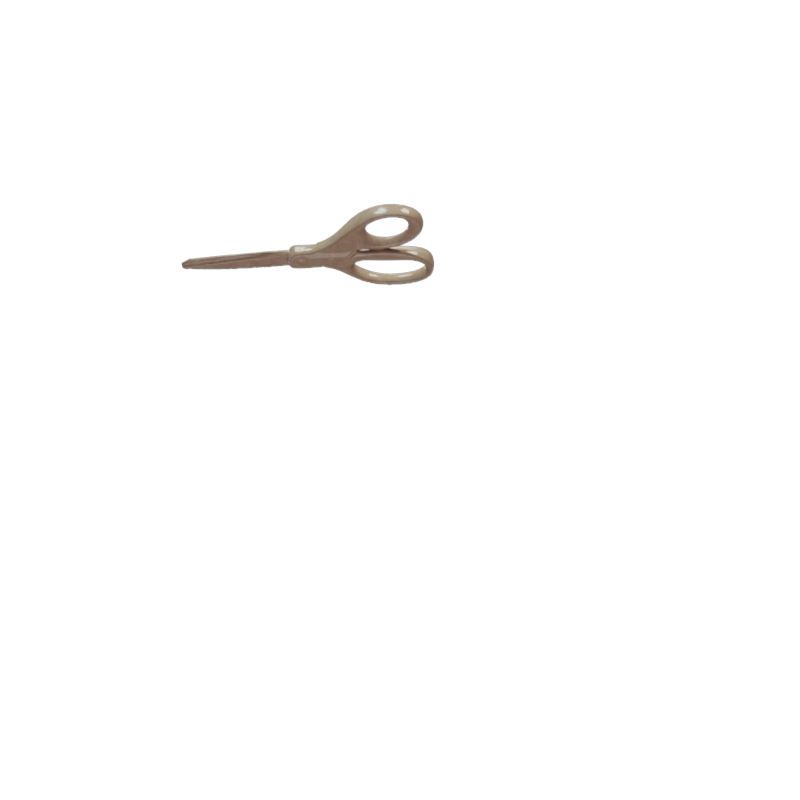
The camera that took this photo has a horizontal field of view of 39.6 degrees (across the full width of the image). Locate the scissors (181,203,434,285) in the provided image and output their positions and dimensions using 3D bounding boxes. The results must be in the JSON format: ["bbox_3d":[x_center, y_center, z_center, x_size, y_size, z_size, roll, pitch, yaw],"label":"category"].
[{"bbox_3d":[-0.069,-0.125,0.876,0.199,0.017,0.091,6,-37,-7],"label":"scissors"}]
